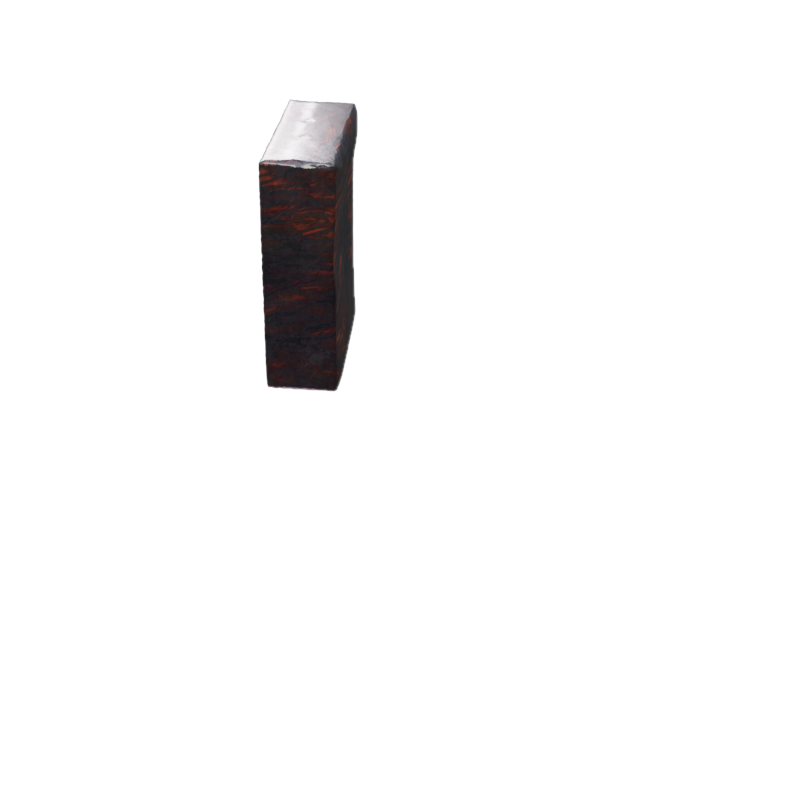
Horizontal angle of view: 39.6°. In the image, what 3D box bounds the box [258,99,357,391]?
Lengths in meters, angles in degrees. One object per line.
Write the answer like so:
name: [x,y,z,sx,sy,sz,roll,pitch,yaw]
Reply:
box: [-0.078,-0.142,0.991,0.072,0.202,0.173,3,29,2]
